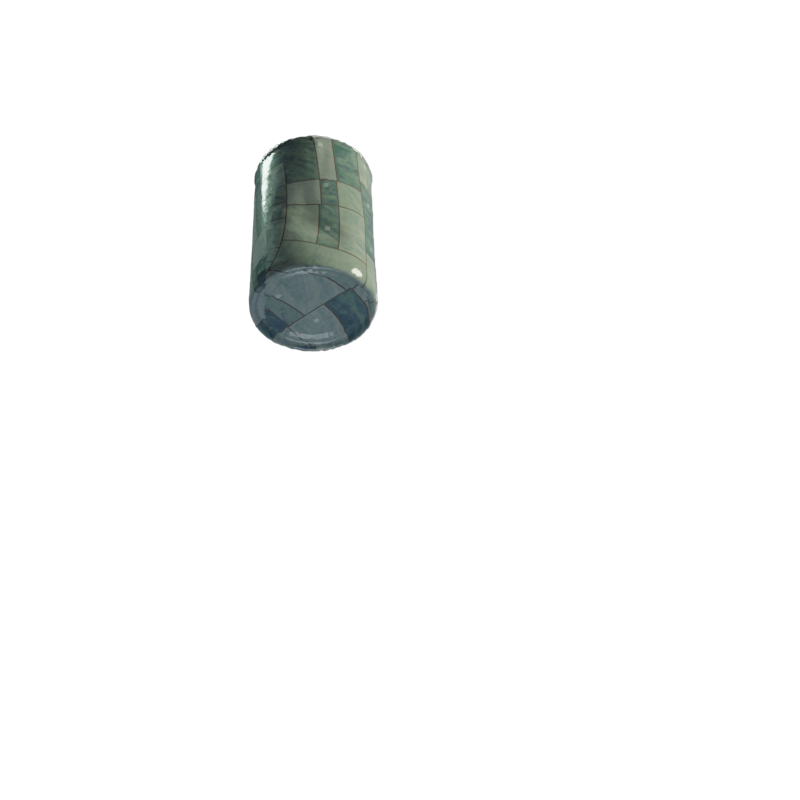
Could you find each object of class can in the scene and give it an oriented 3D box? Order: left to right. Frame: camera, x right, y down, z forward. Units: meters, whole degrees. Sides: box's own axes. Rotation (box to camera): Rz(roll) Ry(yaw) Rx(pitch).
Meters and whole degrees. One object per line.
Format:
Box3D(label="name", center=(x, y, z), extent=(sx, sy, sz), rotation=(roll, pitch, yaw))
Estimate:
Box3D(label="can", center=(-0.047, -0.086, 0.603), extent=(0.068, 0.110, 0.064), rotation=(-1, -42, -3))
